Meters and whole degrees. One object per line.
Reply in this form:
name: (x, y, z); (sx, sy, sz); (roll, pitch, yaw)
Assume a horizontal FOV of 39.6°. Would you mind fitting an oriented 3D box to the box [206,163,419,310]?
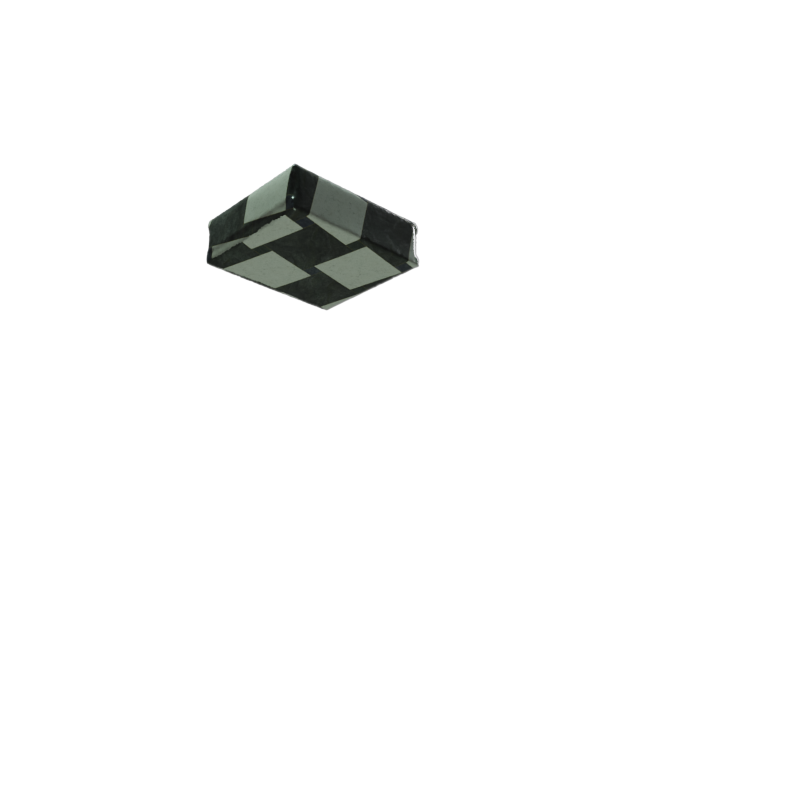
box: (-0.046, -0.084, 0.588); (0.084, 0.032, 0.073); (20, -31, -38)
